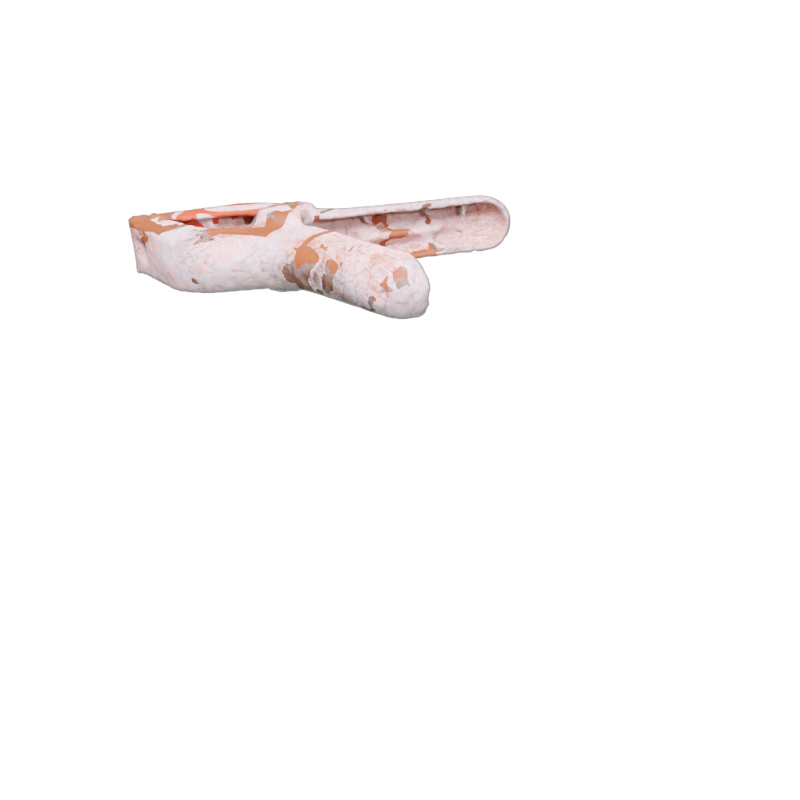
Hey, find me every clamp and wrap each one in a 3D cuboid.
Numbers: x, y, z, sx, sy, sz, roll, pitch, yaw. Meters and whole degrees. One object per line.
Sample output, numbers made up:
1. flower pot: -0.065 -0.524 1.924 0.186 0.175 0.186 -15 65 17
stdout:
1. clamp: -0.039 -0.070 0.492 0.179 0.038 0.119 11 20 31
